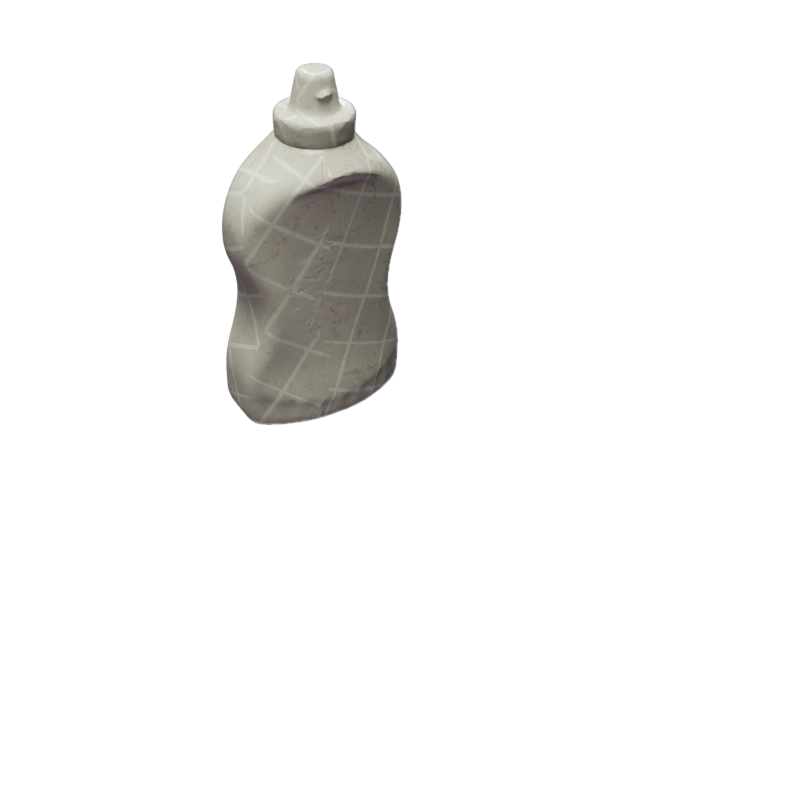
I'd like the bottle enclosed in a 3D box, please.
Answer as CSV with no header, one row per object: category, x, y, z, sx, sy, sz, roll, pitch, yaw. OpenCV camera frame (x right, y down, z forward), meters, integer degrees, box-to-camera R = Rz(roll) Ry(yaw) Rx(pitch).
bottle,-0.045,-0.082,0.577,0.095,0.180,0.063,-16,36,-26
